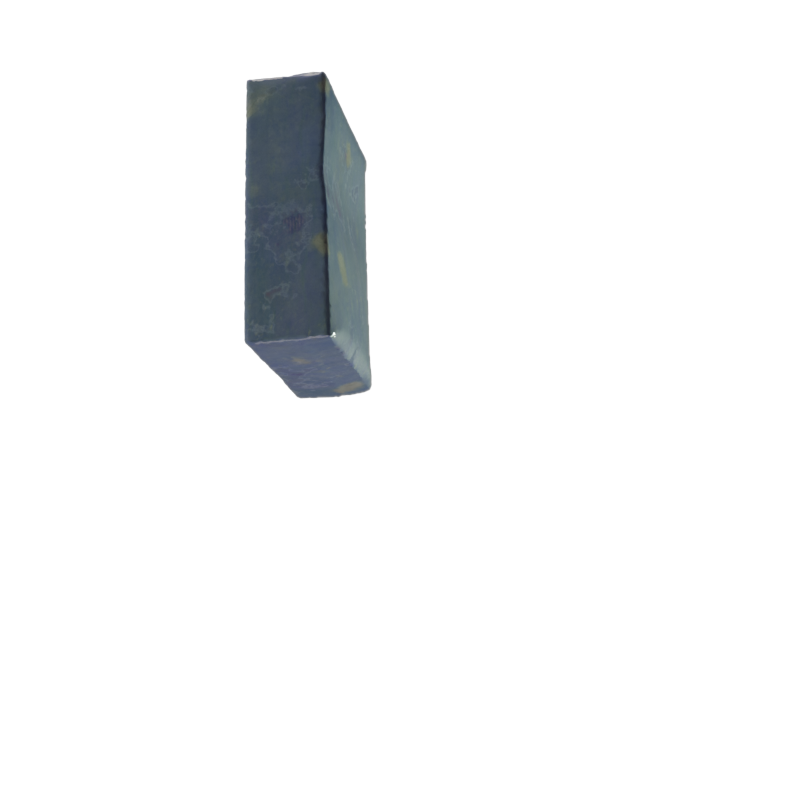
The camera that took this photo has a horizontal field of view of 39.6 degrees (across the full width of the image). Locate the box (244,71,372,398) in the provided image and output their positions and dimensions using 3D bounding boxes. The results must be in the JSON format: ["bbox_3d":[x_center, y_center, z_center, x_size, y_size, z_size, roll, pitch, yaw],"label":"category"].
[{"bbox_3d":[-0.068,-0.125,0.874,0.073,0.224,0.155,-5,-20,9],"label":"box"}]
